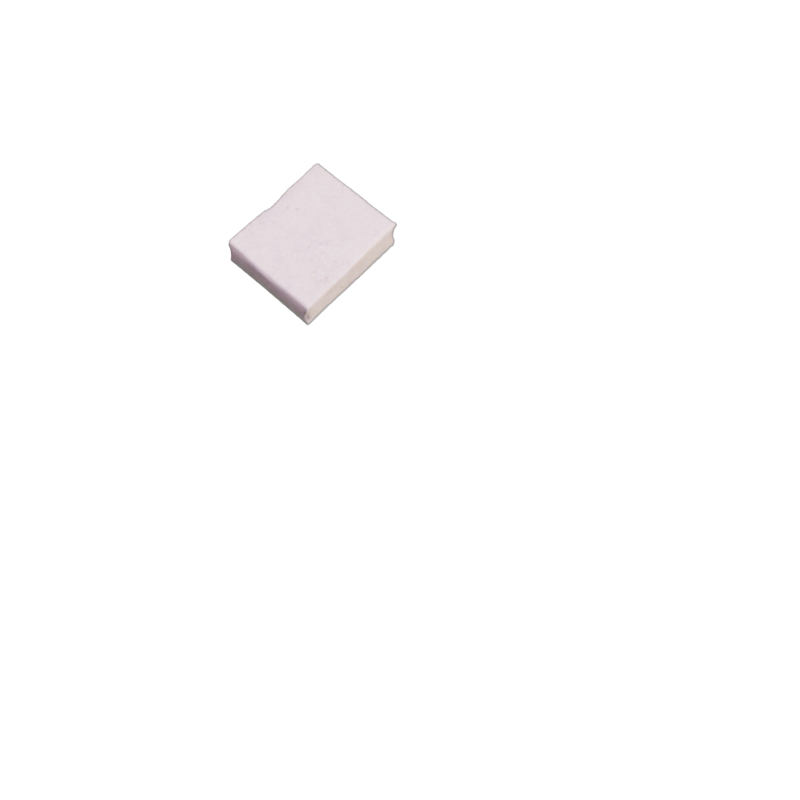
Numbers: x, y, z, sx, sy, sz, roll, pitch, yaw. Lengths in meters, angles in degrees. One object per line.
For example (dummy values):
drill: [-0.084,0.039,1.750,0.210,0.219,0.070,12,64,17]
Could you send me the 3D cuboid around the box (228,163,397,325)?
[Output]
box: [-0.058,-0.106,0.739,0.077,0.090,0.028,39,-22,18]
